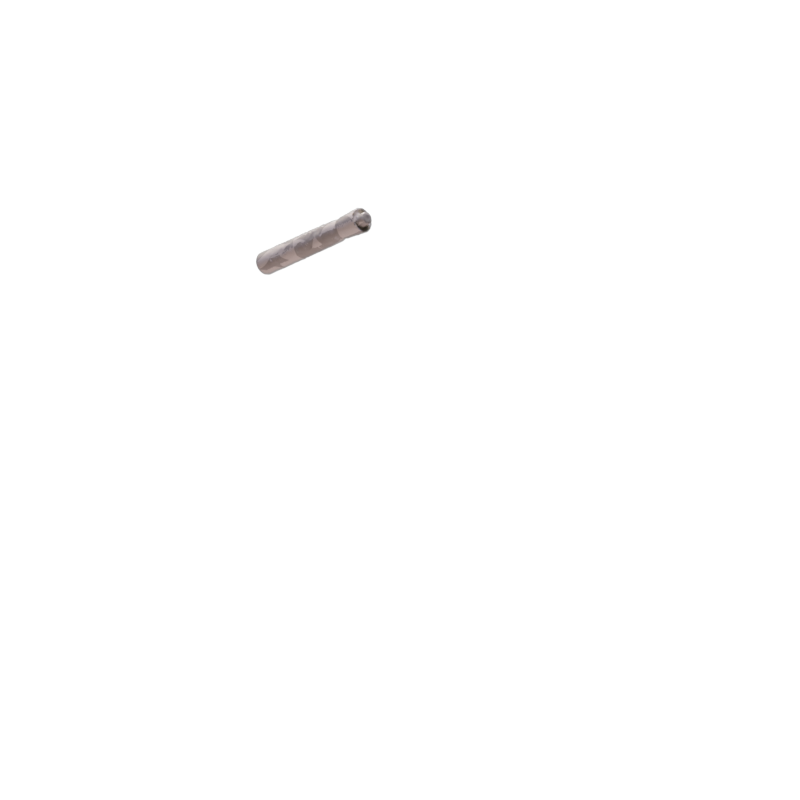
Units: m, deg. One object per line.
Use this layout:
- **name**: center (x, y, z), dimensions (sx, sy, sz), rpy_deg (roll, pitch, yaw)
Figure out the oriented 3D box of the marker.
- **marker**: center (-0.065, -0.119, 0.833), dimensions (0.019, 0.020, 0.122), rpy_deg (-3, -8, -44)
